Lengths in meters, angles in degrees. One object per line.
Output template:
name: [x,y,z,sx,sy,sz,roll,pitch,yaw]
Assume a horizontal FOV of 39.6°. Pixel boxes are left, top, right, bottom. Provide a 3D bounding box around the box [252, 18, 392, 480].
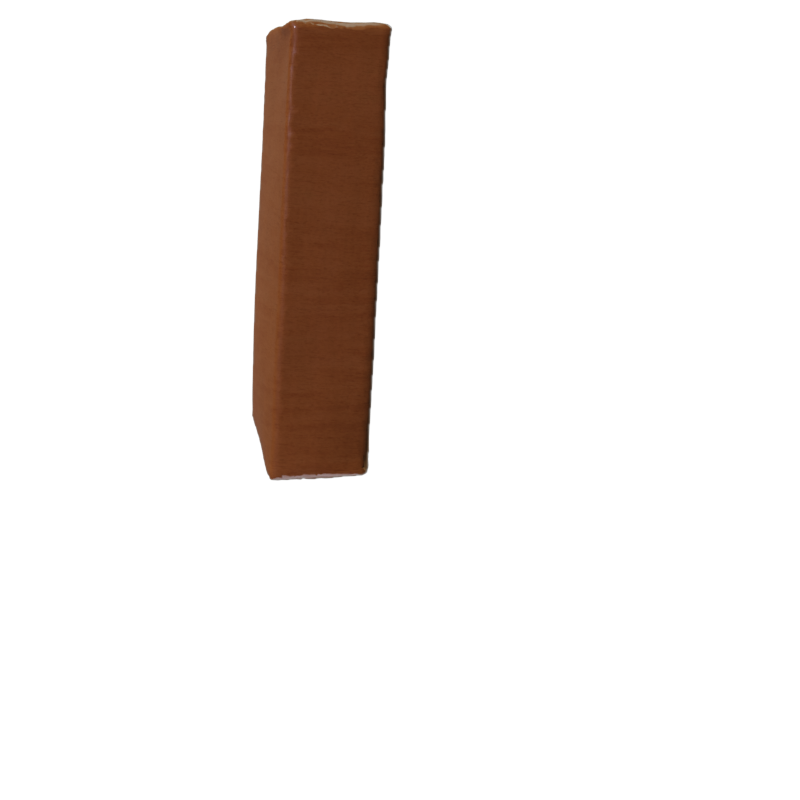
box: [-0.036,-0.066,0.461,0.047,0.173,0.096,-1,9,-12]
